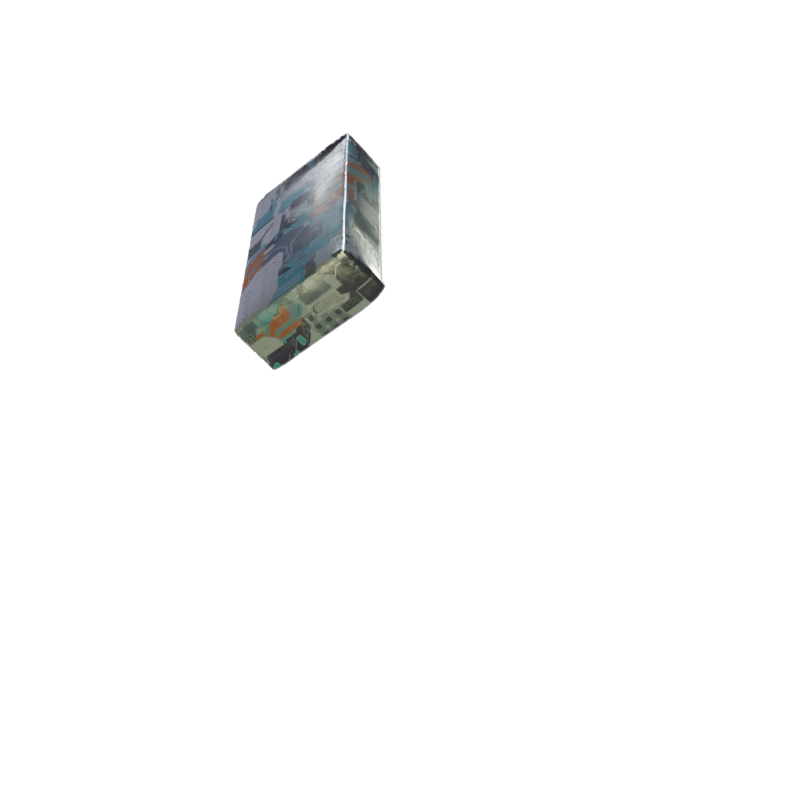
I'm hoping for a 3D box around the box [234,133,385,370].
[{"bbox_3d":[-0.059,-0.107,0.746,0.093,0.045,0.188,-34,31,19],"label":"box"}]
